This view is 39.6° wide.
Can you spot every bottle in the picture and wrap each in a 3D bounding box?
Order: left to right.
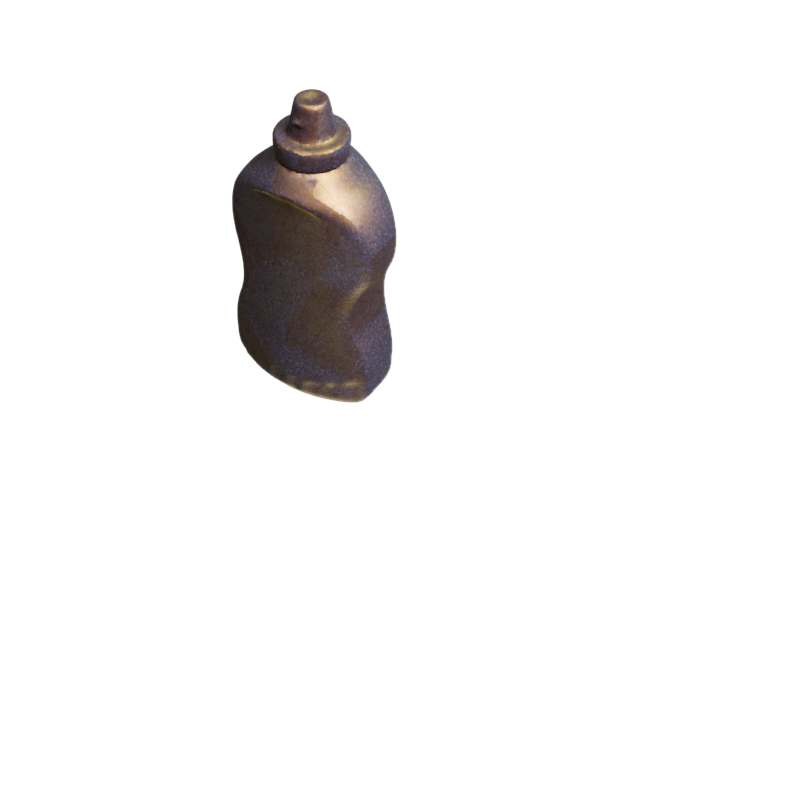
[{"bbox_3d":[-0.049,-0.088,0.618,0.101,0.179,0.059,28,49,24],"label":"bottle"}]
